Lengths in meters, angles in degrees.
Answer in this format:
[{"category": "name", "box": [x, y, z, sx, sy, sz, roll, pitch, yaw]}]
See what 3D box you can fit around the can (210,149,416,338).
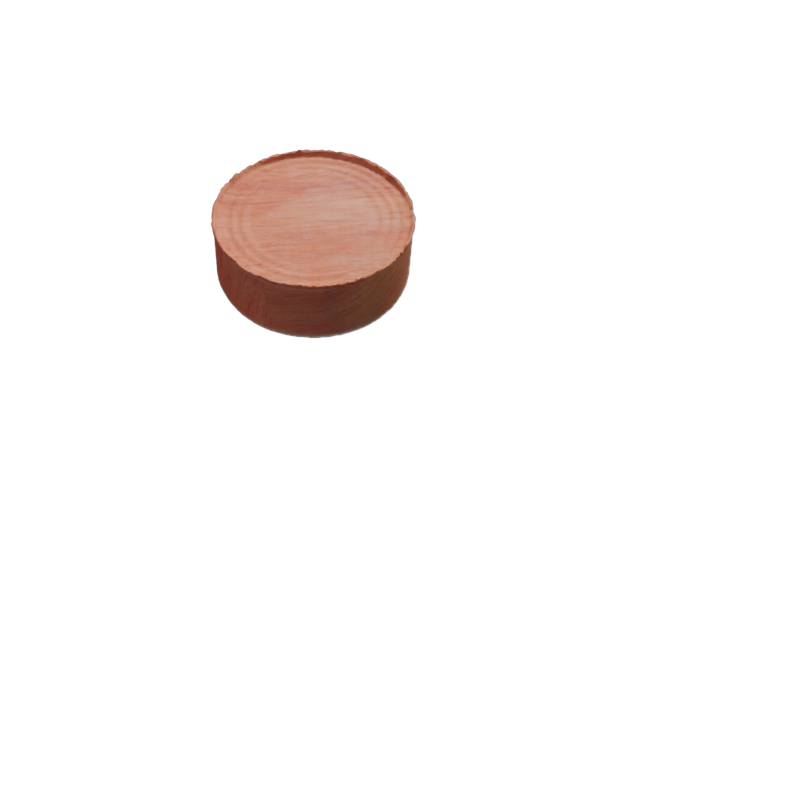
[{"category": "can", "box": [-0.037, -0.068, 0.476, 0.086, 0.092, 0.031, -1, -42, -1]}]
